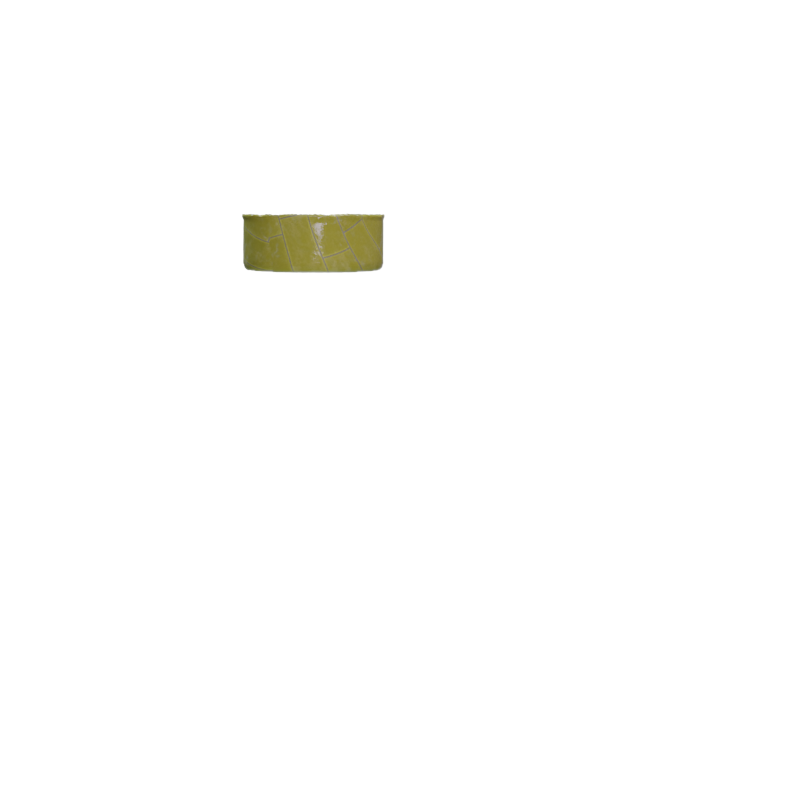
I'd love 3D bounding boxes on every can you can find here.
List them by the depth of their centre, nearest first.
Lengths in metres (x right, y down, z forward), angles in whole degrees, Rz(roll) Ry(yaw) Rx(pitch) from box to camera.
[{"bbox_3d":[-0.052,-0.095,0.668,0.086,0.033,0.087,0,8,-2],"label":"can"}]
